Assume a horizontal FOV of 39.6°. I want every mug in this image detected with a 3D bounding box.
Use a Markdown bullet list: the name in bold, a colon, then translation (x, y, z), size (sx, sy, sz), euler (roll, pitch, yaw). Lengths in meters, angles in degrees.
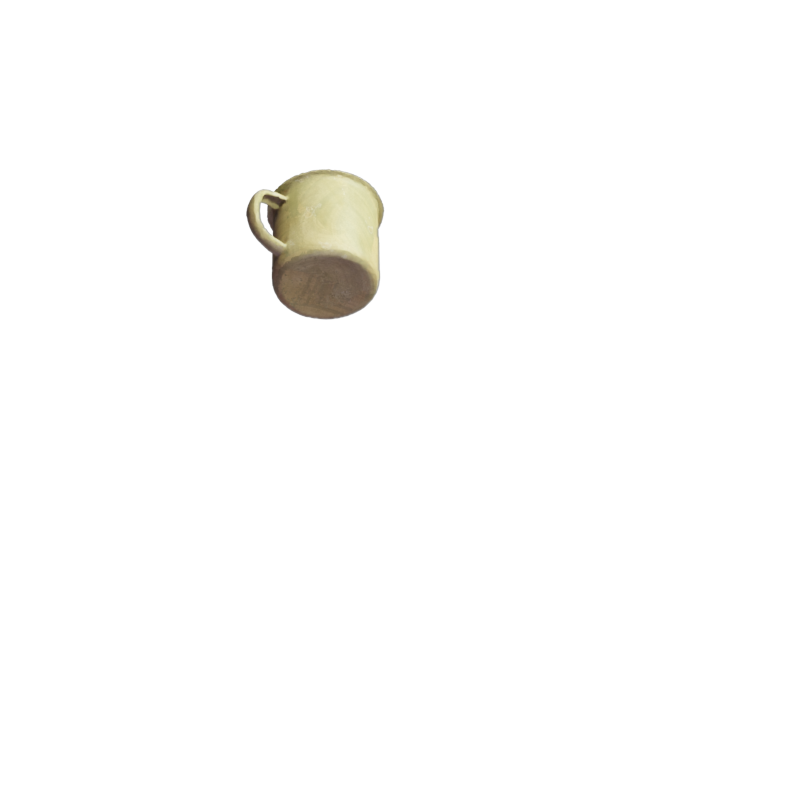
- **mug**: translation (-0.066, -0.121, 0.849), size (0.111, 0.087, 0.092), euler (28, -49, -30)
